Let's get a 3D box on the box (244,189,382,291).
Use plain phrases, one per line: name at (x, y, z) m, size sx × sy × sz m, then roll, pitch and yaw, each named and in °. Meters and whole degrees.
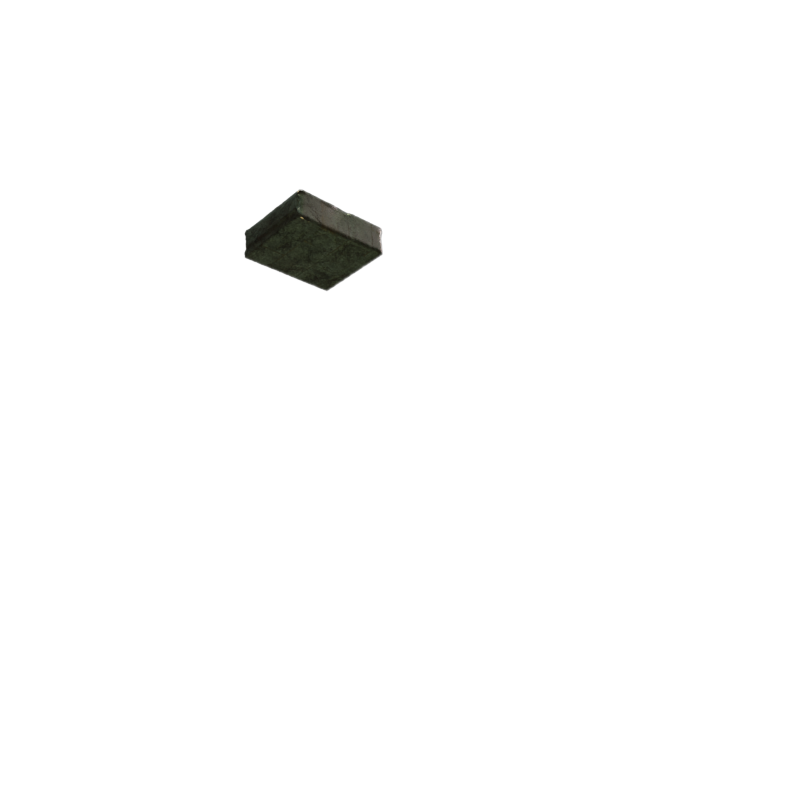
box at (-0.071, -0.129, 0.900) m, size 0.084 × 0.032 × 0.073 m, roll 22°, pitch -37°, yaw -34°
